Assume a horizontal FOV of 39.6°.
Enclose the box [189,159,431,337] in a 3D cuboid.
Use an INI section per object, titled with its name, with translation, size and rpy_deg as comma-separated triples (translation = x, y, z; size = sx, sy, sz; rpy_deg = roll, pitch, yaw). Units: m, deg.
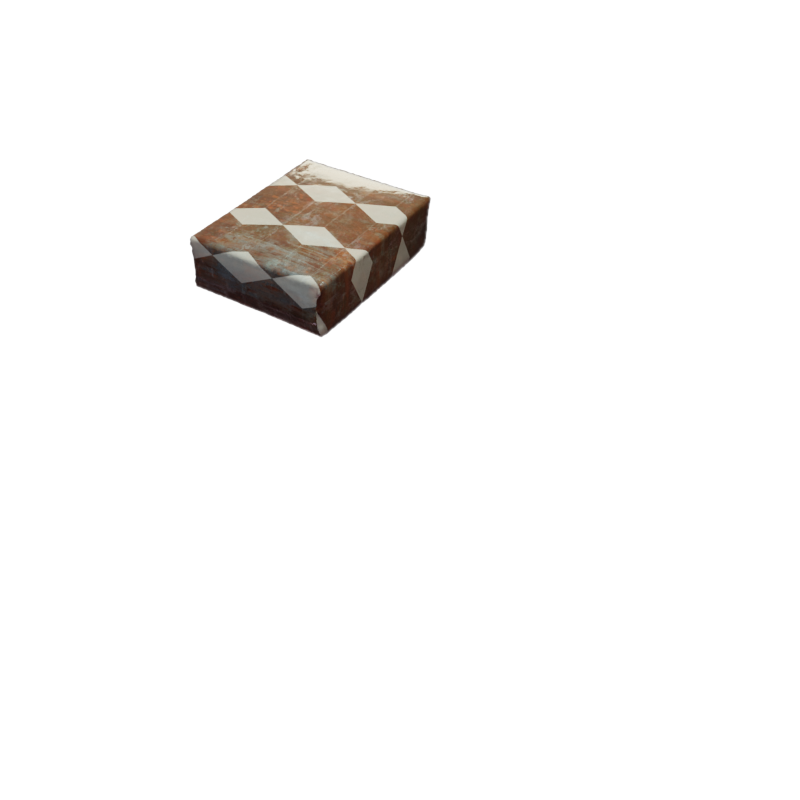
[box]
translation = -0.049, -0.090, 0.630
size = 0.095, 0.036, 0.115
rpy_deg = 21, 41, 26
